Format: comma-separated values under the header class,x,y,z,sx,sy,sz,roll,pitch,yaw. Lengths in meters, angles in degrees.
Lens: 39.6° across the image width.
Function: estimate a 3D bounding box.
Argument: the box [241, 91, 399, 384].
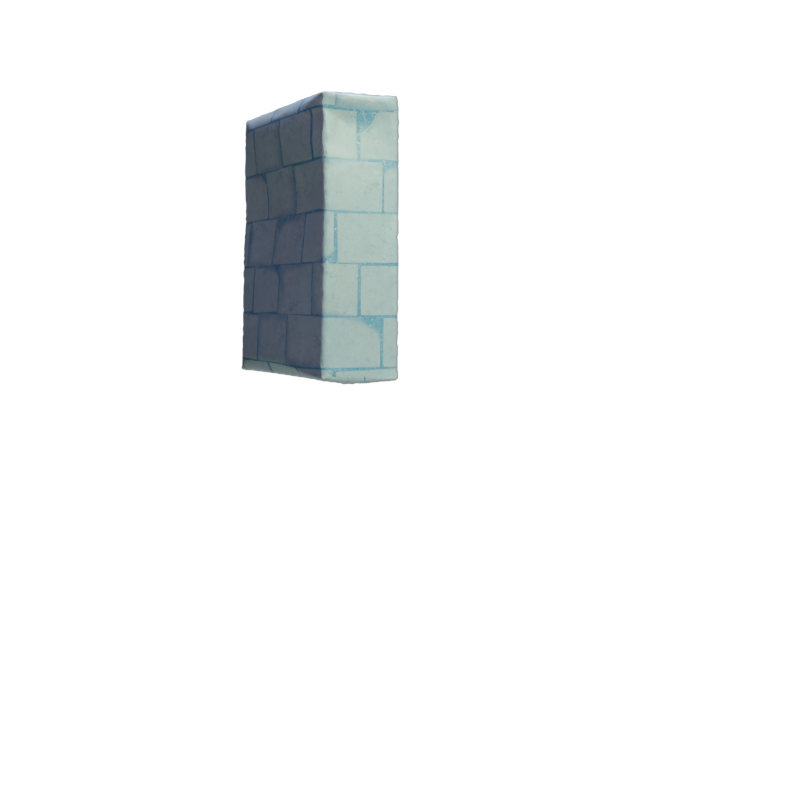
class,x,y,z,sx,sy,sz,roll,pitch,yaw
box,-0.069,-0.125,0.877,0.069,0.215,0.169,1,0,-28
